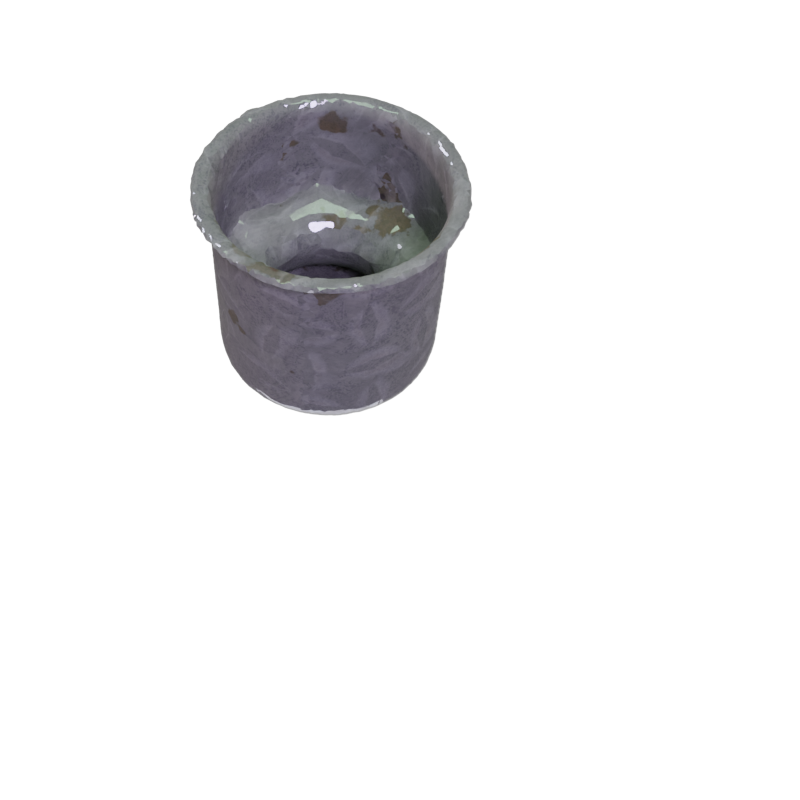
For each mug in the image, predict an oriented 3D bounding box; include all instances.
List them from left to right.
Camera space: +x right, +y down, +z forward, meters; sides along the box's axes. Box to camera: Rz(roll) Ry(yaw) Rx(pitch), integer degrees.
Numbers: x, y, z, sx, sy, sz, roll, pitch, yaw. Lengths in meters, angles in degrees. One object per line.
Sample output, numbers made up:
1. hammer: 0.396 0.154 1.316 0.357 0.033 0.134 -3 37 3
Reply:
1. mug: -0.031 -0.057 0.402 0.093 0.126 0.076 -24 -35 -19
